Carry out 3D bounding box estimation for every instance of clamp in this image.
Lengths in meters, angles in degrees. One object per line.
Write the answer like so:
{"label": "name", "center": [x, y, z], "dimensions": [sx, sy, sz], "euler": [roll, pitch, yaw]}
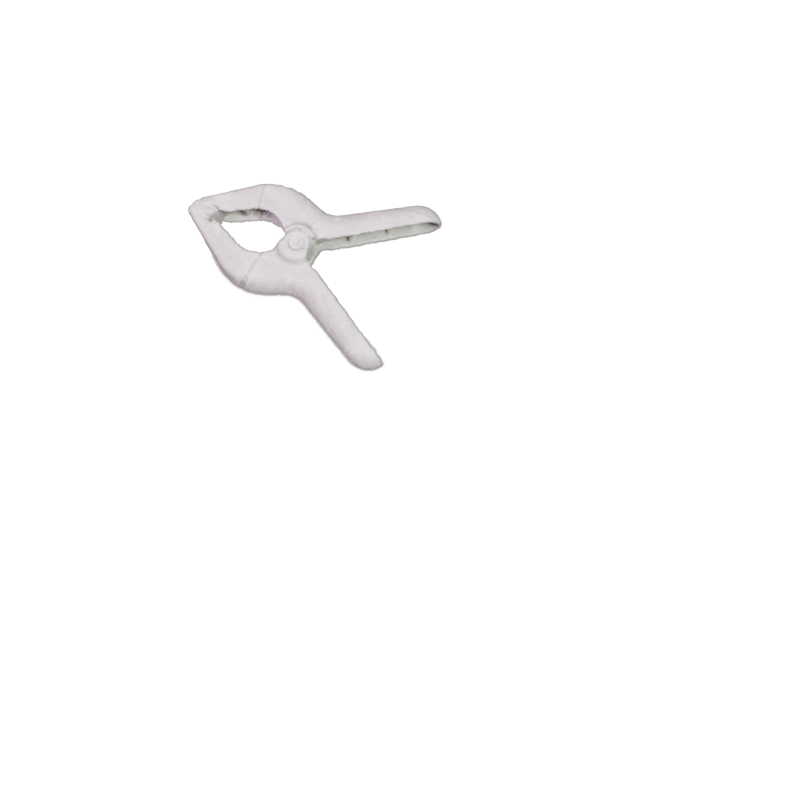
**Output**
{"label": "clamp", "center": [-0.060, -0.109, 0.763], "dimensions": [0.177, 0.123, 0.037], "euler": [30, -20, 12]}
